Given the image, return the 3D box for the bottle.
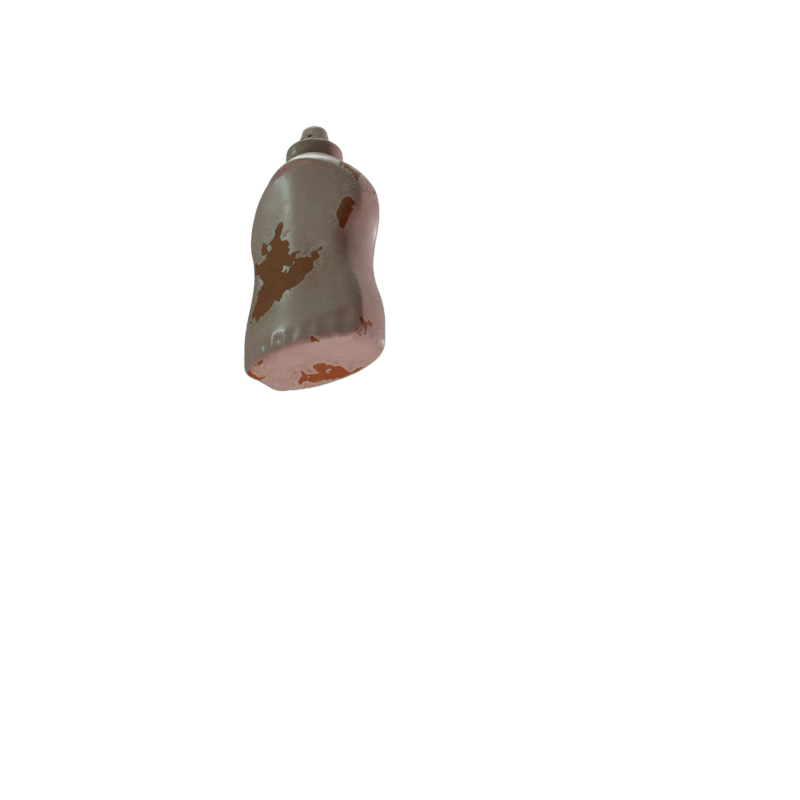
[{"bbox_3d":[-0.059,-0.107,0.754,0.097,0.204,0.054,-23,-36,31],"label":"bottle"}]
